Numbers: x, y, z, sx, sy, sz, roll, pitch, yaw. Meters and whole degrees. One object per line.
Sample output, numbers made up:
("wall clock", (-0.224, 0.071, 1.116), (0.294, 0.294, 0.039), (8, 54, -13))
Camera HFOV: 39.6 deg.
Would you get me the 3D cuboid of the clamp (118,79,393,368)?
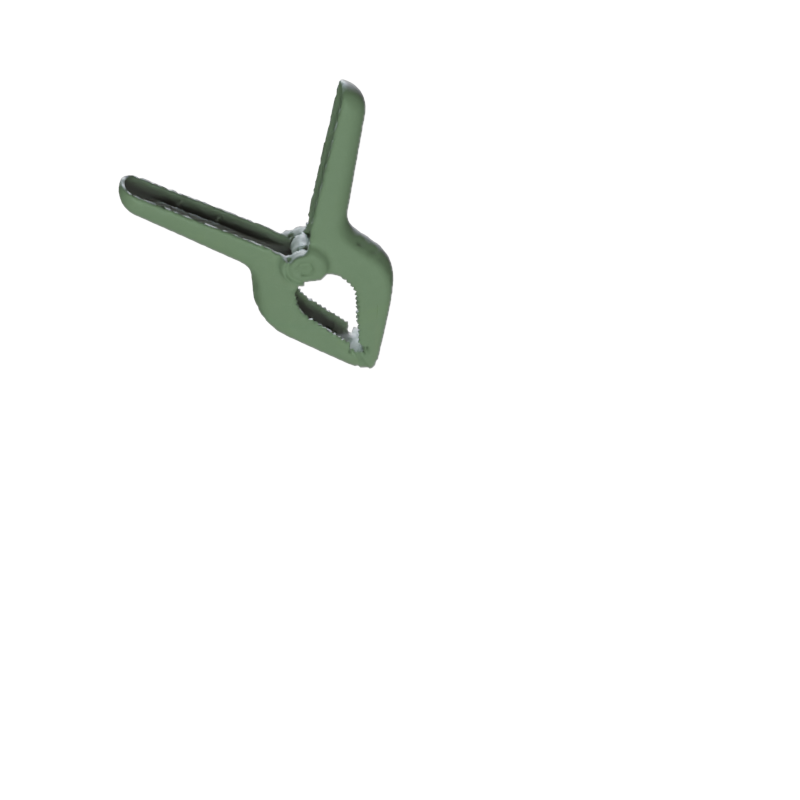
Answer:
("clamp", (-0.056, -0.102, 0.716), (0.165, 0.195, 0.039), (-26, 35, 20))
